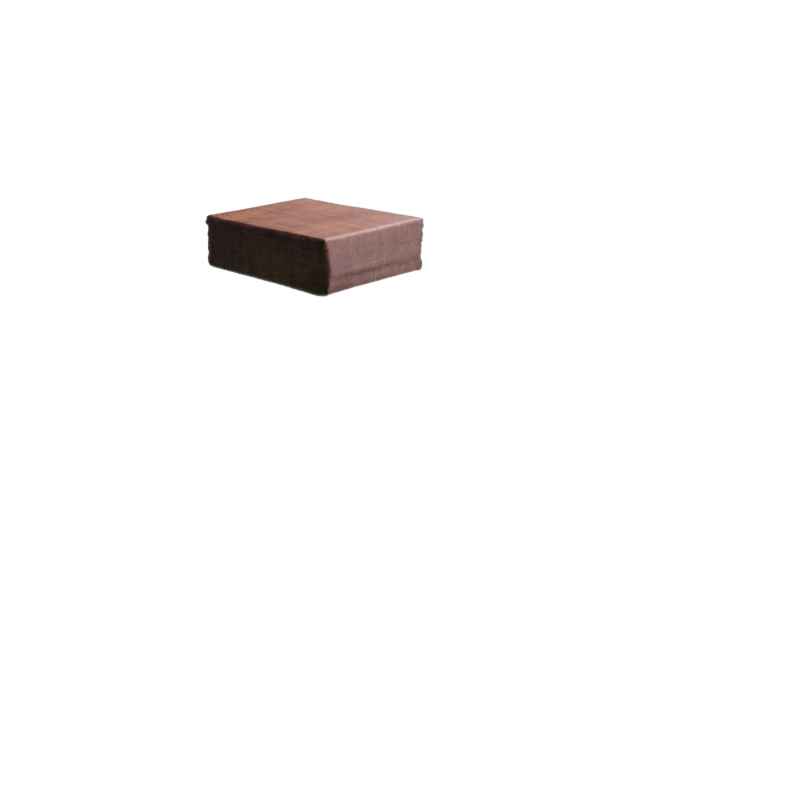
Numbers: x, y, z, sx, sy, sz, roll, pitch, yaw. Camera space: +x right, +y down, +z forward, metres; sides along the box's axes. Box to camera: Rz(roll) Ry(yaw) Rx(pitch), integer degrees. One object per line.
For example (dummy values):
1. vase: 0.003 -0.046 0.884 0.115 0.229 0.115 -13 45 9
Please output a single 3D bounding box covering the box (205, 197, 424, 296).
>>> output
1. box: -0.056 -0.101 0.710 0.120 0.037 0.088 19 28 40
